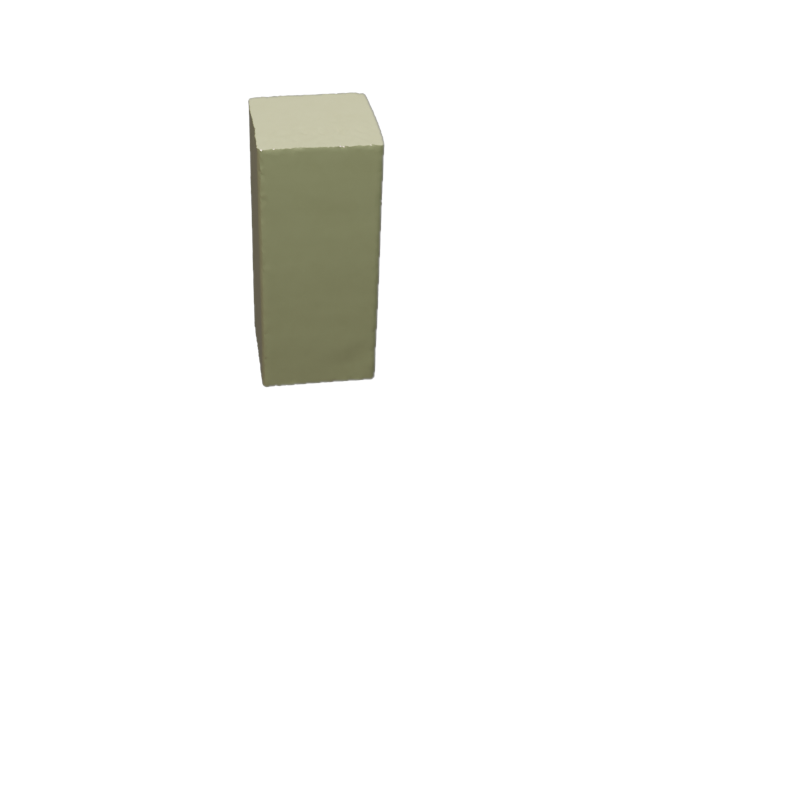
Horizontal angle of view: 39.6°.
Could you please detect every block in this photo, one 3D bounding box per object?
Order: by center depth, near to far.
[{"bbox_3d":[-0.066,-0.121,0.847,0.090,0.193,0.097,-4,35,-9],"label":"block"}]
